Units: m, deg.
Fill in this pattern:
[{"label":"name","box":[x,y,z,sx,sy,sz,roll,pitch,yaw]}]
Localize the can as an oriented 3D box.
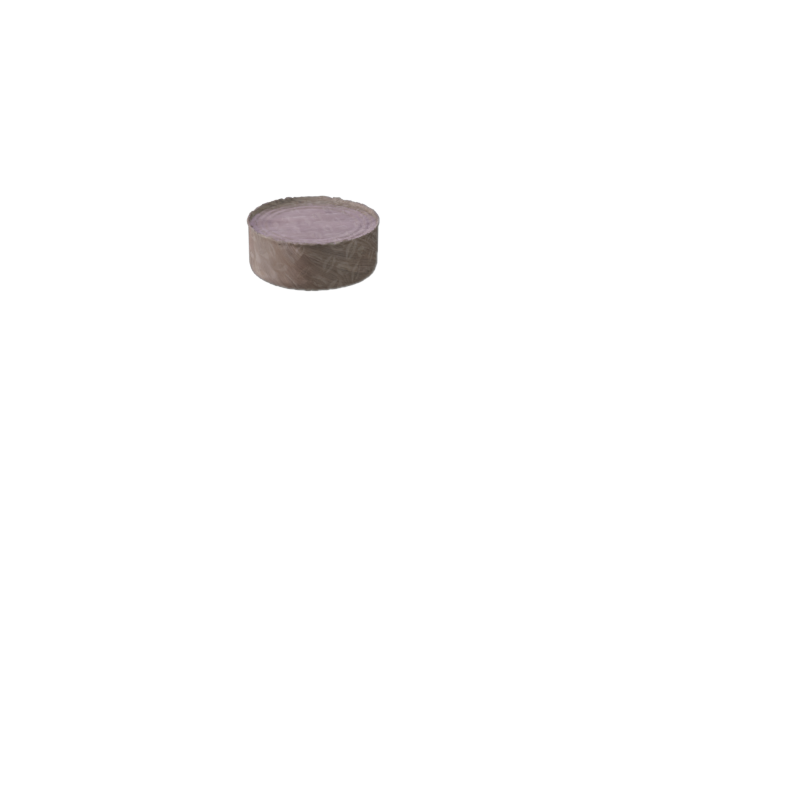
[{"label":"can","box":[-0.056,-0.103,0.721,0.086,0.032,0.091,-1,29,-2]}]
